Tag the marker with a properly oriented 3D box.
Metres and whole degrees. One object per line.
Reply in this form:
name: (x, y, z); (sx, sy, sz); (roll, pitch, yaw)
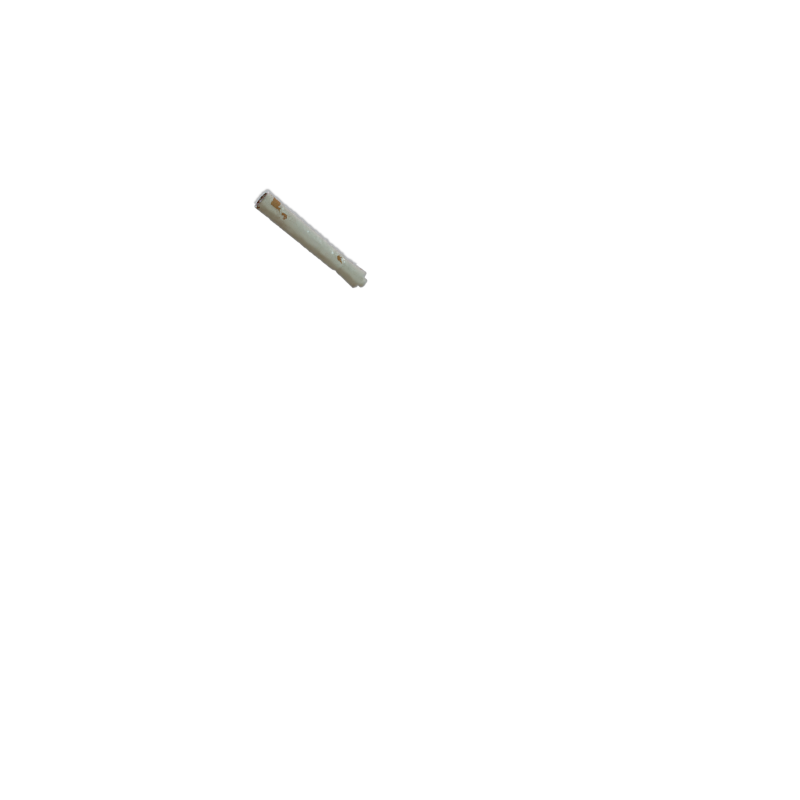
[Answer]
marker: (-0.076, -0.139, 0.971); (0.117, 0.020, 0.020); (39, -9, -14)
